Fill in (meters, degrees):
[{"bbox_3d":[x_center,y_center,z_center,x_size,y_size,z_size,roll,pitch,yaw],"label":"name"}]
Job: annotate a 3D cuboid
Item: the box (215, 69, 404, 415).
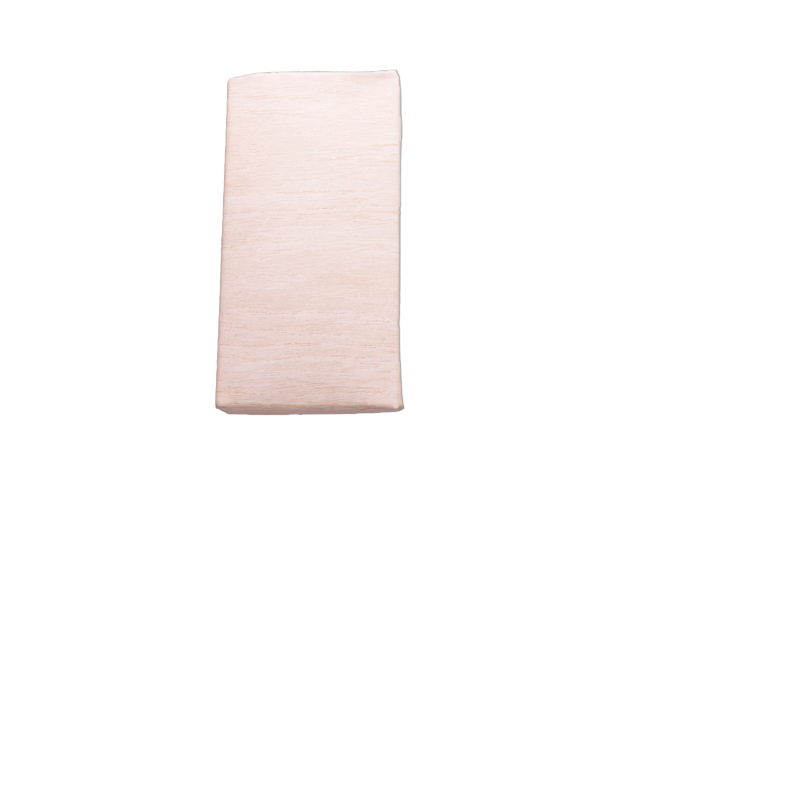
[{"bbox_3d":[-0.045,-0.082,0.574,0.094,0.181,0.046,-1,-10,5],"label":"box"}]
